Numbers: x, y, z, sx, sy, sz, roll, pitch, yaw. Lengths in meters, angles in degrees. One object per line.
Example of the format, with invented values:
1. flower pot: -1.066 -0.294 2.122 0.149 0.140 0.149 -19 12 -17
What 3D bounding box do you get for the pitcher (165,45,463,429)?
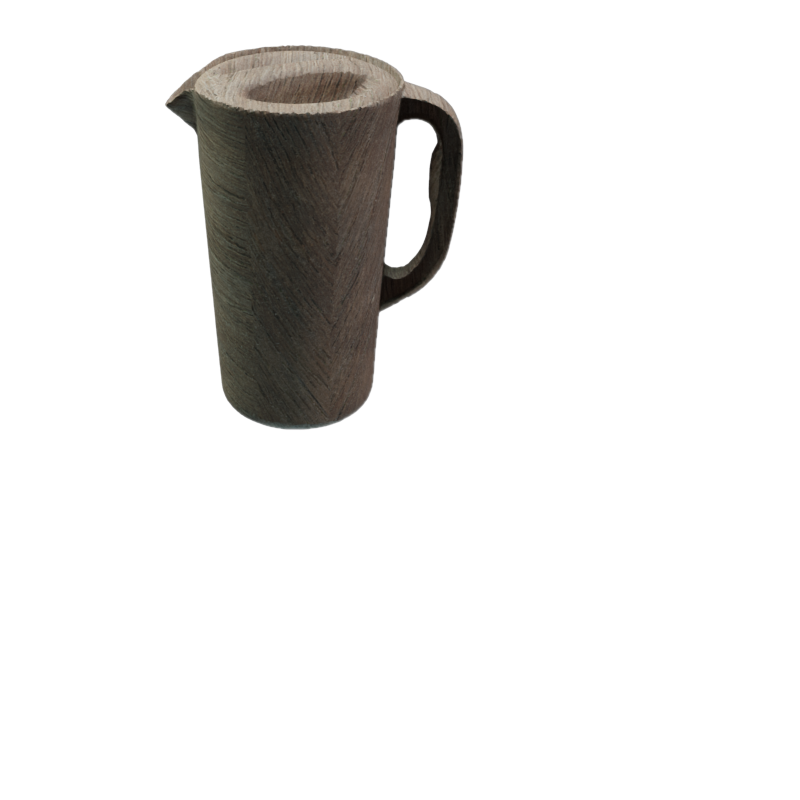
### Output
1. pitcher: -0.058 -0.105 0.739 0.144 0.229 0.159 -25 39 -38
